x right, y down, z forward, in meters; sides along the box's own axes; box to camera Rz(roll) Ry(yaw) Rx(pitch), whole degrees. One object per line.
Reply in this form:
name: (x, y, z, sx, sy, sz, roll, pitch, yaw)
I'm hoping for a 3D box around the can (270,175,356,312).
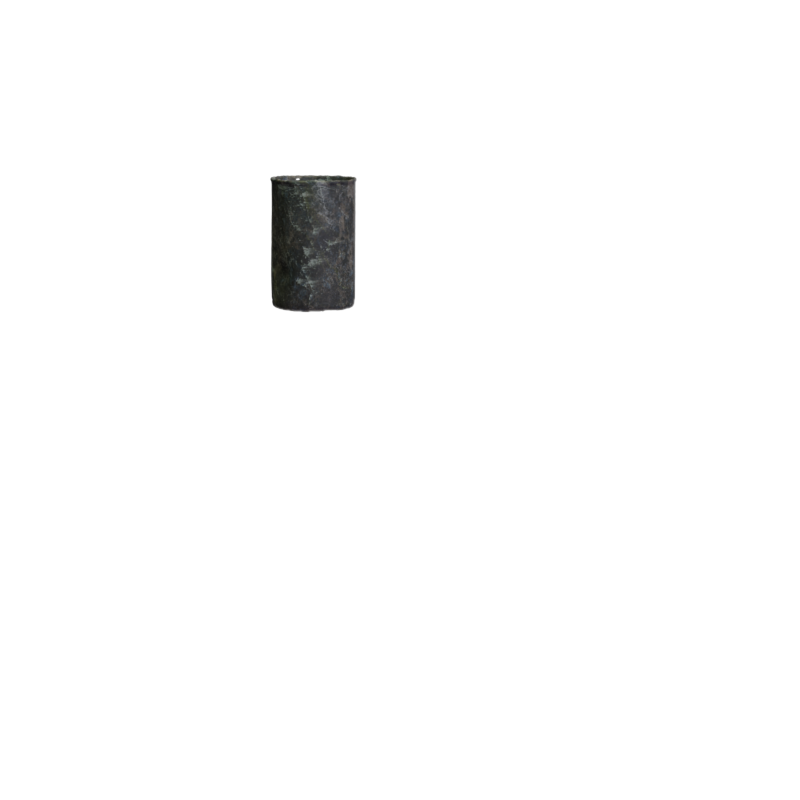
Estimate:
can: (-0.069, -0.125, 0.876, 0.068, 0.100, 0.070, 0, 9, -2)
